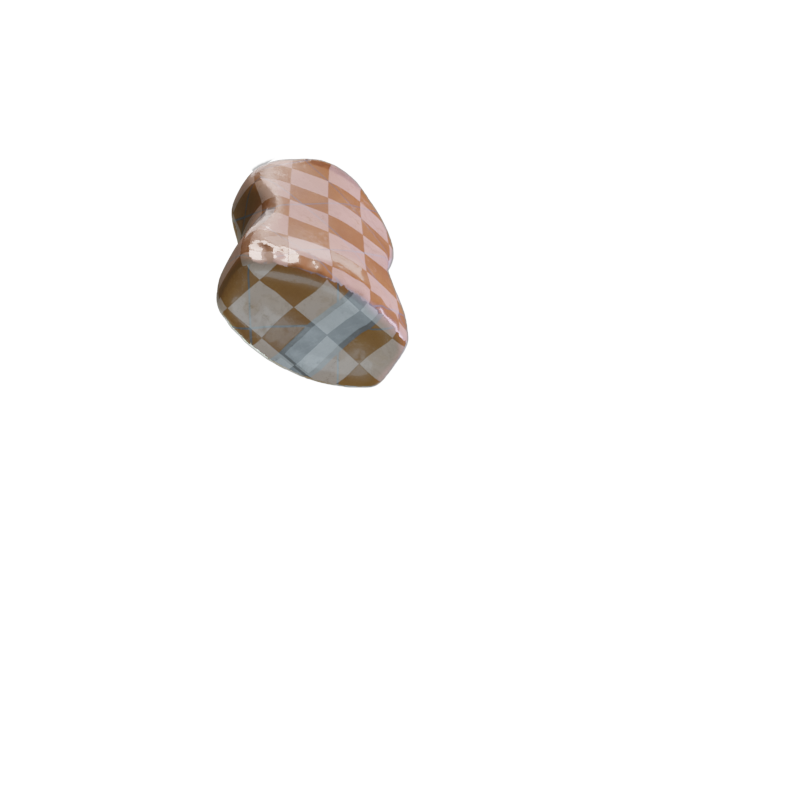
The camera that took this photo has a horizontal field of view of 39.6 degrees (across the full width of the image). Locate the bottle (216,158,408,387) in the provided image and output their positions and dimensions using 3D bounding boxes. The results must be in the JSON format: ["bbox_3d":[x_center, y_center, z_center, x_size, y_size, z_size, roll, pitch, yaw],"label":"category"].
[{"bbox_3d":[-0.049,-0.088,0.619,0.093,0.057,0.204,23,28,-17],"label":"bottle"}]
